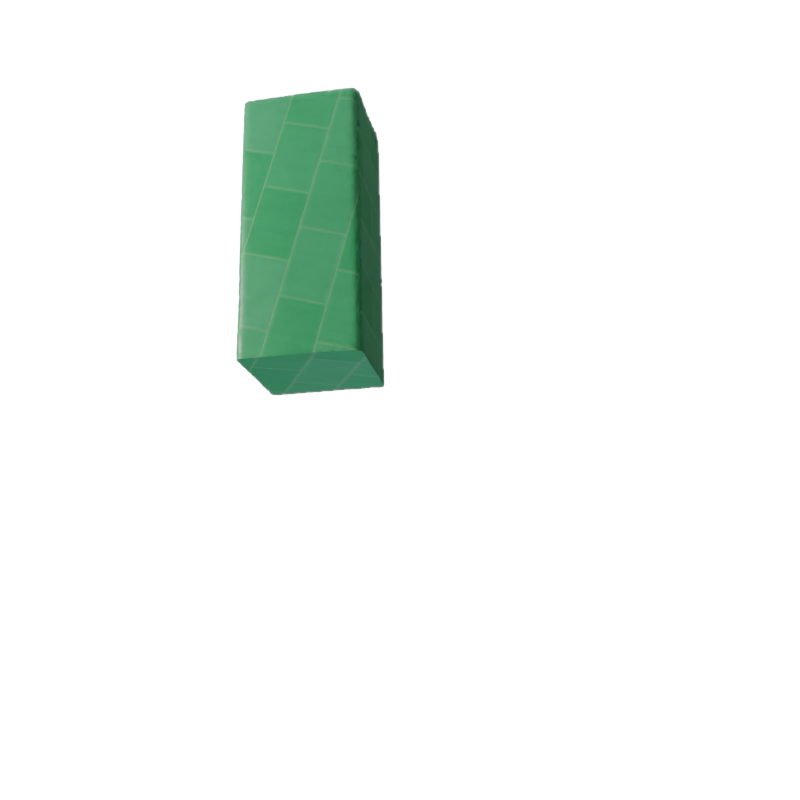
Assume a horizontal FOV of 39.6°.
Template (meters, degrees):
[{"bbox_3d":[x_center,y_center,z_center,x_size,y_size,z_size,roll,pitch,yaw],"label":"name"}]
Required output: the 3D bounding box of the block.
[{"bbox_3d":[-0.064,-0.119,0.830,0.091,0.217,0.085,-6,-23,10],"label":"block"}]
